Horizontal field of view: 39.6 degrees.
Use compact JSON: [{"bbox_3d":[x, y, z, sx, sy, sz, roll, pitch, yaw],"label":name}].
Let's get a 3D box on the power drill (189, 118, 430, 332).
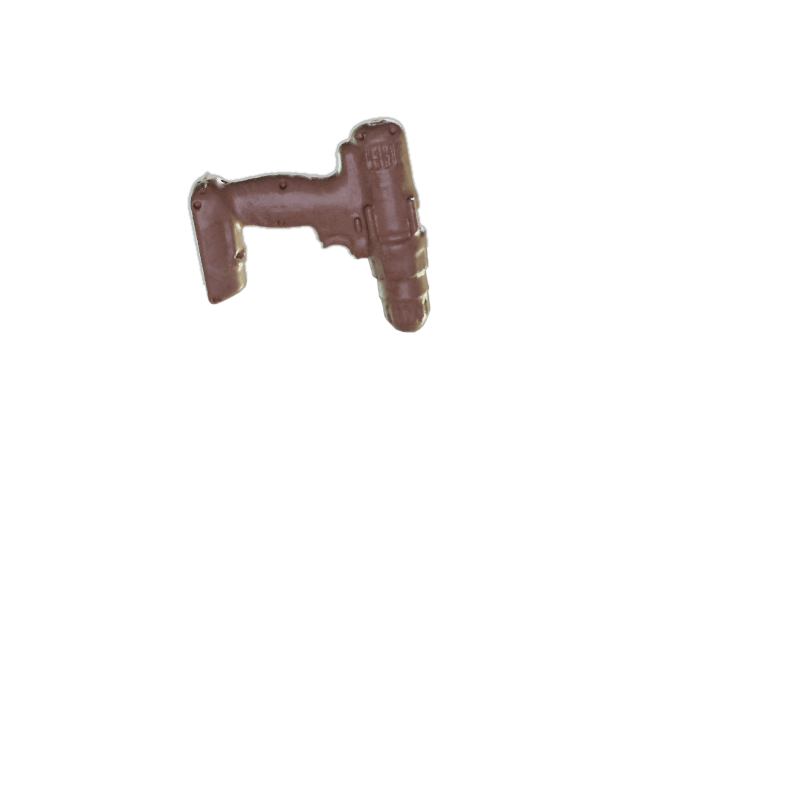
[{"bbox_3d":[-0.072,-0.132,0.923,0.188,0.177,0.060,-9,17,2],"label":"power drill"}]
